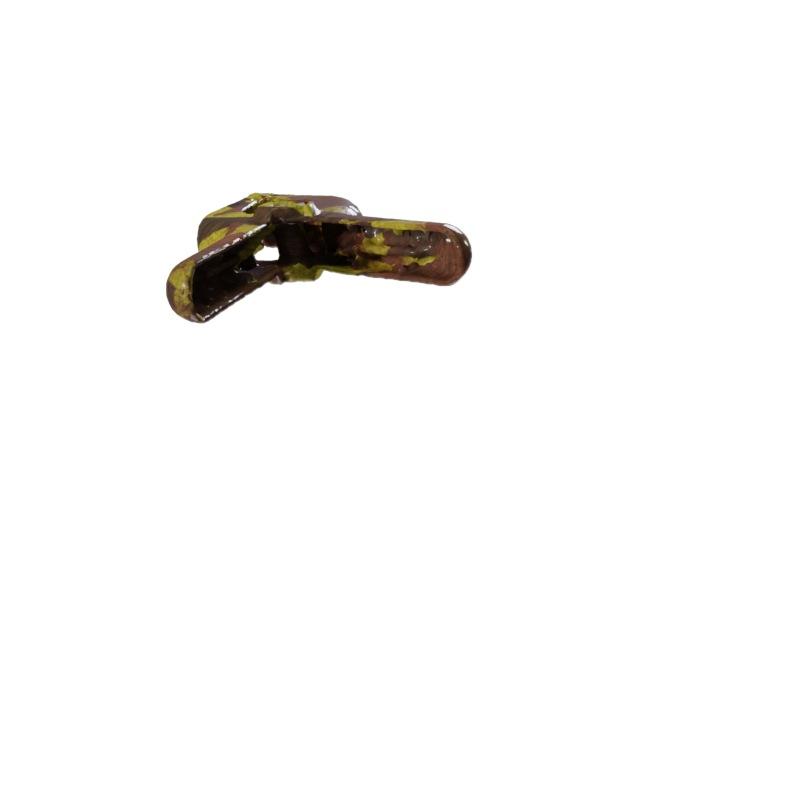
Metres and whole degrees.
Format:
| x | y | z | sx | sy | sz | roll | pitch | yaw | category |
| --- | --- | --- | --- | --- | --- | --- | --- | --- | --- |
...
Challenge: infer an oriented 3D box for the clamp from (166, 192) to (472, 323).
| x | y | z | sx | sy | sz | roll | pitch | yaw | category |
| --- | --- | --- | --- | --- | --- | --- | --- | --- | --- |
| -0.039 | -0.071 | 0.496 | 0.119 | 0.038 | 0.179 | -2 | 20 | -5 | clamp |
